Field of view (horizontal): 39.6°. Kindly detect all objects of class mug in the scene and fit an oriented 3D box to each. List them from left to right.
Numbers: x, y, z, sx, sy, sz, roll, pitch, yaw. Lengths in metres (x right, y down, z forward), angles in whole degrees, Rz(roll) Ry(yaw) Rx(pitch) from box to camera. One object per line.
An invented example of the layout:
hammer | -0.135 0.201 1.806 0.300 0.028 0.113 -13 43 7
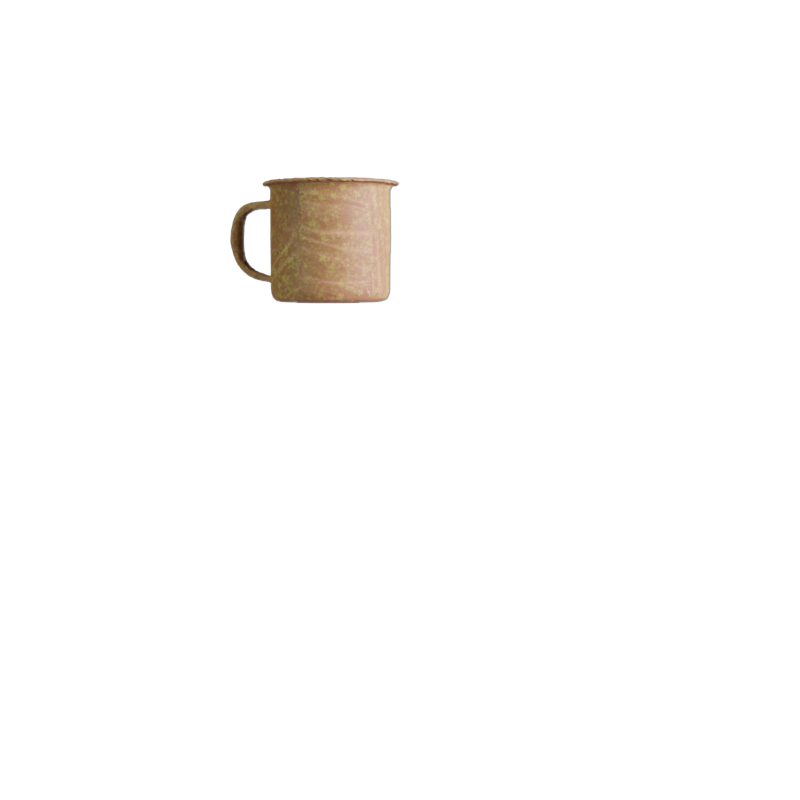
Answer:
mug | -0.059 -0.108 0.756 0.119 0.081 0.092 1 4 9
